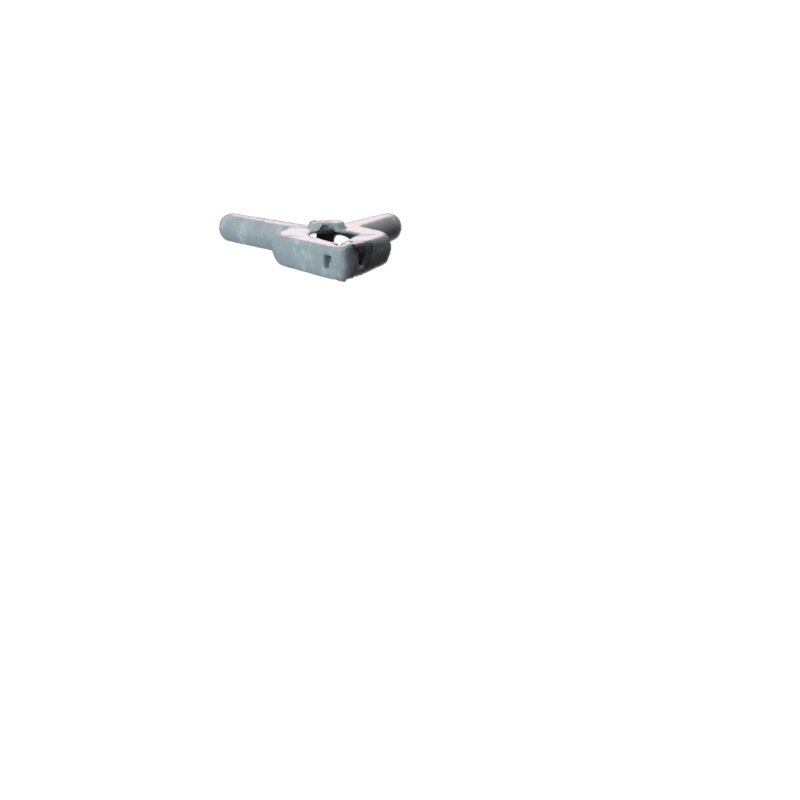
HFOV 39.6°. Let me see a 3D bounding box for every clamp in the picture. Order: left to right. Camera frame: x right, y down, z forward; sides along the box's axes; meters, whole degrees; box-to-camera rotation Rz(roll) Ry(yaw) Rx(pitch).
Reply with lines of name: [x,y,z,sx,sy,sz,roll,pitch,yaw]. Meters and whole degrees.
clamp: [-0.072,-0.131,0.918,0.164,0.035,0.217,-1,16,-4]
